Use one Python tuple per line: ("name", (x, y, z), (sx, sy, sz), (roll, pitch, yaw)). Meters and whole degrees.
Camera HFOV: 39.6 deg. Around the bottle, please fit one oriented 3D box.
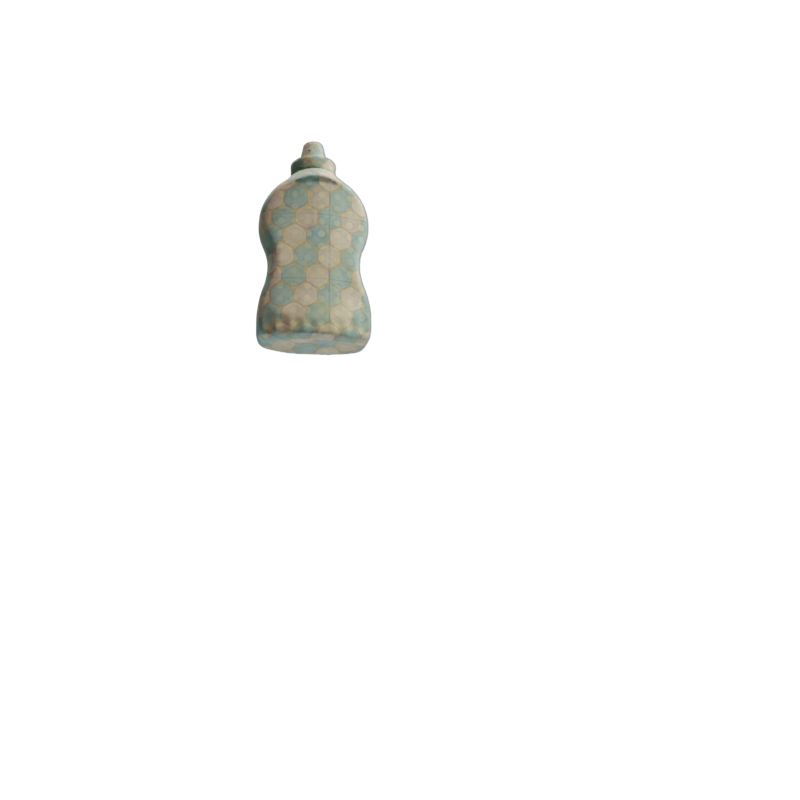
("bottle", (-0.076, -0.138, 0.966), (0.095, 0.202, 0.056), (1, -22, -8))
